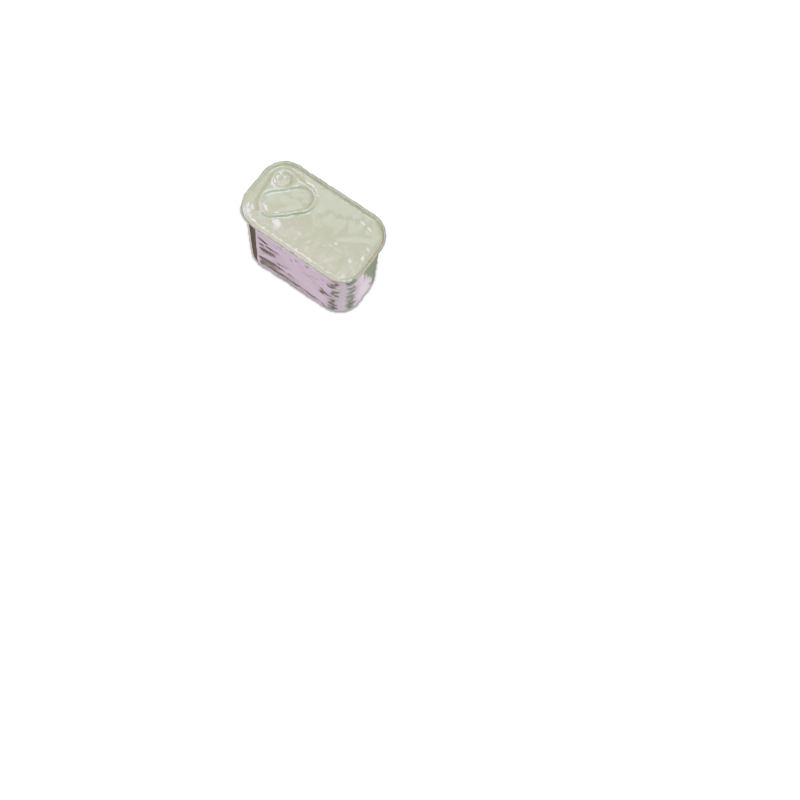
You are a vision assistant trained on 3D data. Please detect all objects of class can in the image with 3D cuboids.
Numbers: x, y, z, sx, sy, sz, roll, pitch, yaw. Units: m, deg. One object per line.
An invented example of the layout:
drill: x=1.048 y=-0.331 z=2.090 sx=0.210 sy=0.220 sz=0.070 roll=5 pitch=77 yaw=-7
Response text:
can: x=-0.063 y=-0.115 z=0.806 sx=0.105 sy=0.058 sz=0.080 roll=35 pitch=-15 yaw=9
